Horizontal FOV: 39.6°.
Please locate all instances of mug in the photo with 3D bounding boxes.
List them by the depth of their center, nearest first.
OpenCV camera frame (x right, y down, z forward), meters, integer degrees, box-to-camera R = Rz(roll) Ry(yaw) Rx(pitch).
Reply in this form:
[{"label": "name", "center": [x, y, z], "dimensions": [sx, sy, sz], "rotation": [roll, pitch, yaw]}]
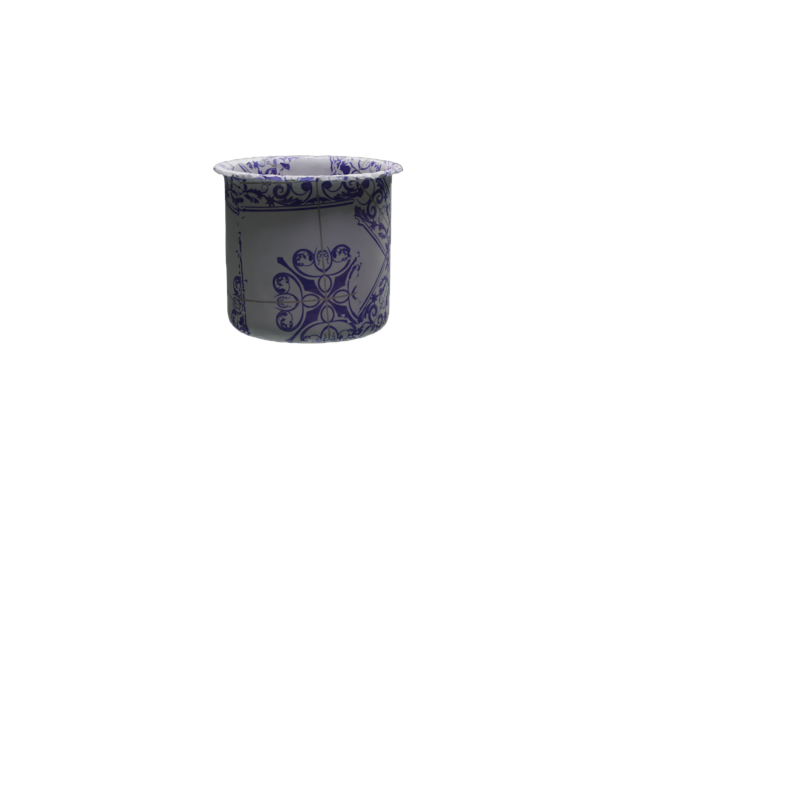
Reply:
[{"label": "mug", "center": [-0.044, -0.080, 0.563], "dimensions": [0.094, 0.079, 0.119], "rotation": [3, 16, 9]}]
